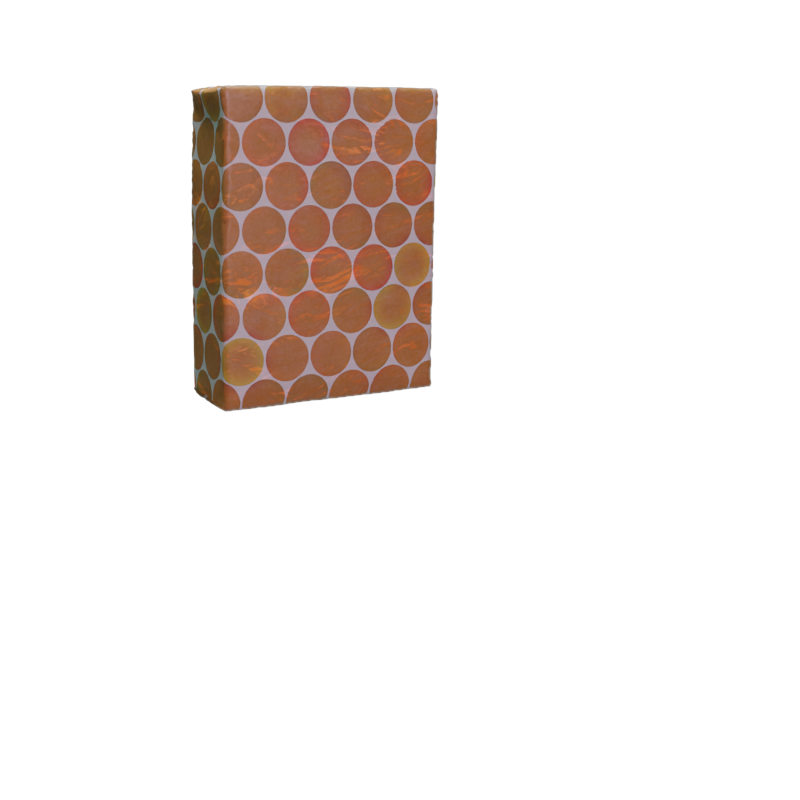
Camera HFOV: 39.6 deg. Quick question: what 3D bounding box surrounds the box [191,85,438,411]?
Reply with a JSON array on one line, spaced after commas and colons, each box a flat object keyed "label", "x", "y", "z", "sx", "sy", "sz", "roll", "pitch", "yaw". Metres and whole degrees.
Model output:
[{"label": "box", "x": -0.061, "y": -0.110, "z": 0.773, "sx": 0.159, "sy": 0.210, "sz": 0.075, "roll": -5, "pitch": 9, "yaw": -29}]
